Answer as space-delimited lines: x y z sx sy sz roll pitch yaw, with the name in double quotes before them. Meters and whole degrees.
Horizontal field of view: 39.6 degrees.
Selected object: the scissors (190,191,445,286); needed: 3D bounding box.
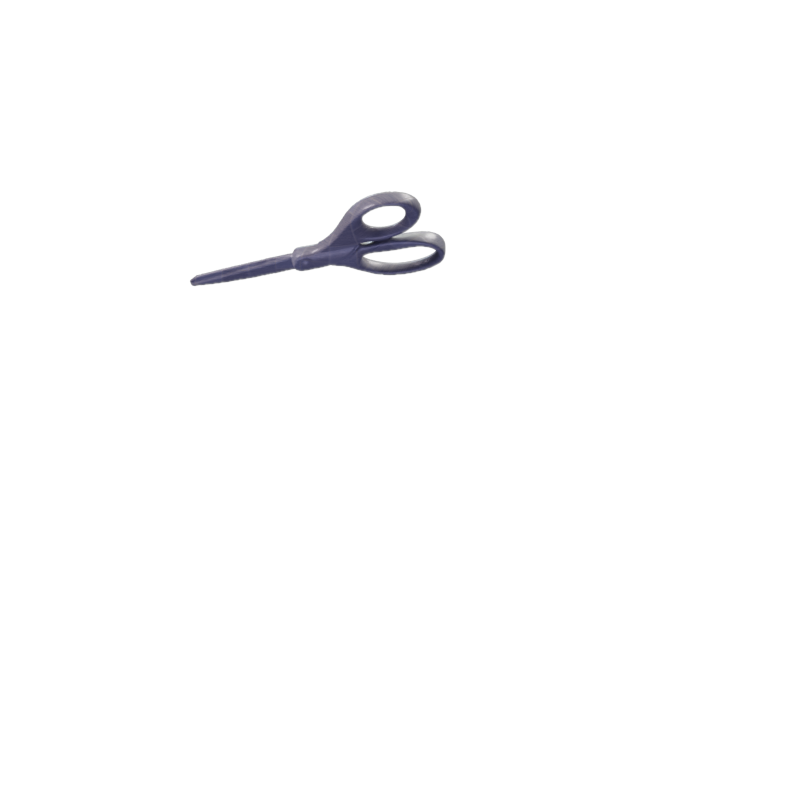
"scissors" -0.066 -0.121 0.845 0.202 0.017 0.089 -1 -35 2
